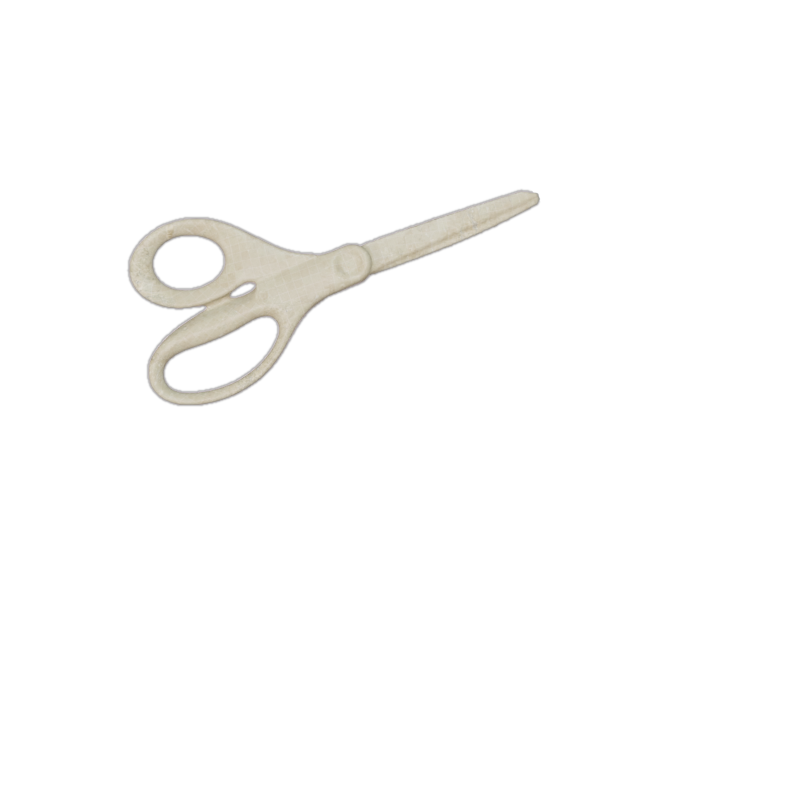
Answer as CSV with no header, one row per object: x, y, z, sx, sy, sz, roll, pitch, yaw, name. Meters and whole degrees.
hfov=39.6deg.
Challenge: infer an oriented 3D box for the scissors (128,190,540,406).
-0.041,-0.075,0.528,0.202,0.099,0.015,-36,-9,-7,scissors
